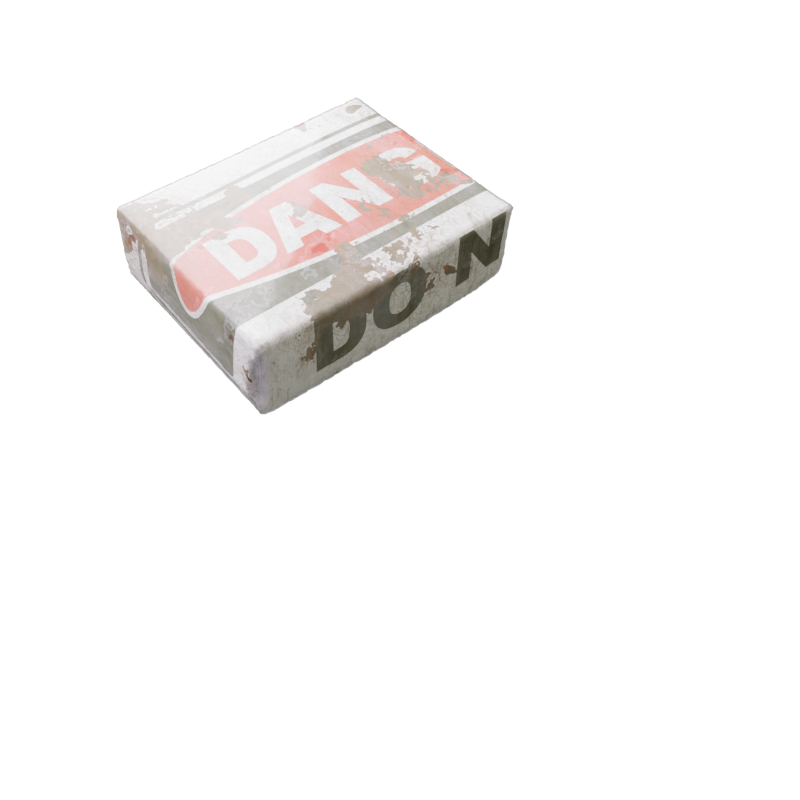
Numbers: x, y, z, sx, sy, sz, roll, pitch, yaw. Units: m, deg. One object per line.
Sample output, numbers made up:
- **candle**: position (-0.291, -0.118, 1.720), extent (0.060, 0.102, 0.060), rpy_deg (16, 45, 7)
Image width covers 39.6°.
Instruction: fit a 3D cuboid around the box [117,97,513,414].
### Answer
- **box**: position (-0.031, -0.057, 0.401), extent (0.113, 0.036, 0.096), rpy_deg (-30, 52, -26)
